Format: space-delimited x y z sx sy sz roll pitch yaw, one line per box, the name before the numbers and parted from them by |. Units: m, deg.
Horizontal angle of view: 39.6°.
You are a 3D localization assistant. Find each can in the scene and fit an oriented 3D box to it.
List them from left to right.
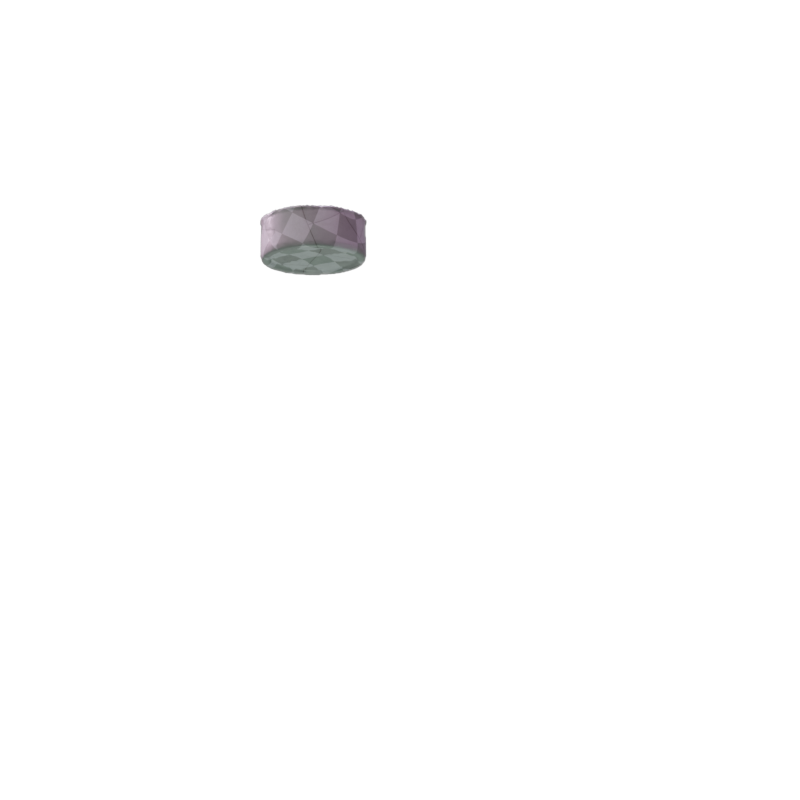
can | -0.070 -0.127 0.888 0.086 0.035 0.083 0 -11 -2
